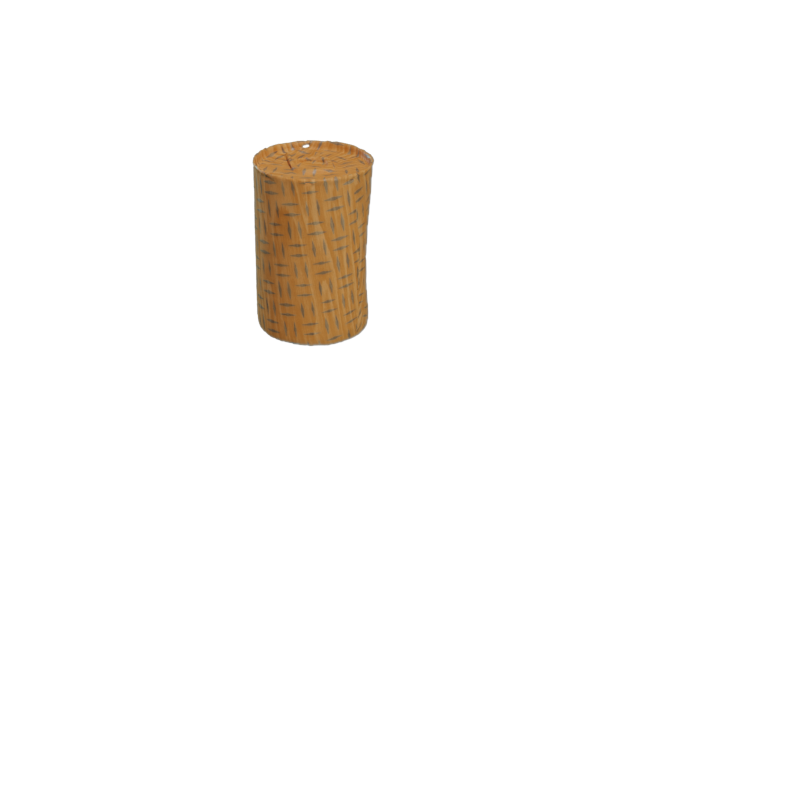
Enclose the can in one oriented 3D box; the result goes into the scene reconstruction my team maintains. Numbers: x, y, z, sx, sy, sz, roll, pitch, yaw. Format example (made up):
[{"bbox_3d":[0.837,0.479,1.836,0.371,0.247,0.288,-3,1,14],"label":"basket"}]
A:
[{"bbox_3d":[-0.050,-0.091,0.639,0.068,0.097,0.072,0,27,-2],"label":"can"}]
